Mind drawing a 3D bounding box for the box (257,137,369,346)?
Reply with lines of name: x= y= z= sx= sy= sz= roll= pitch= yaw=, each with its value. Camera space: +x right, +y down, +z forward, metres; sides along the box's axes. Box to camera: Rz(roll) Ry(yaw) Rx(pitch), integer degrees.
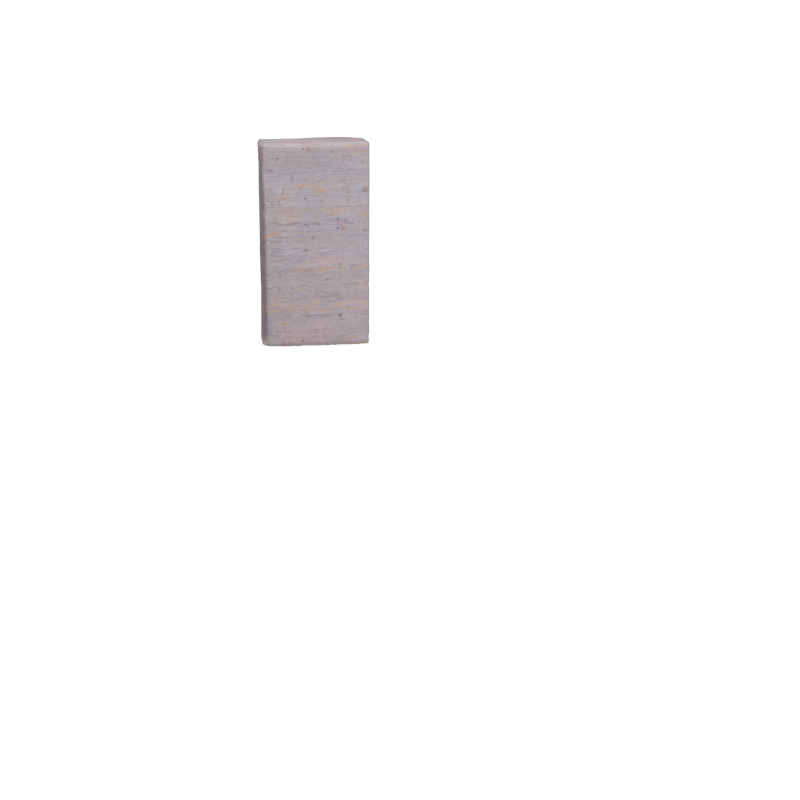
box: x=-0.074 y=-0.136 z=0.949 sx=0.092 sy=0.172 sz=0.050 roll=-1 pitch=12 yaw=-9
